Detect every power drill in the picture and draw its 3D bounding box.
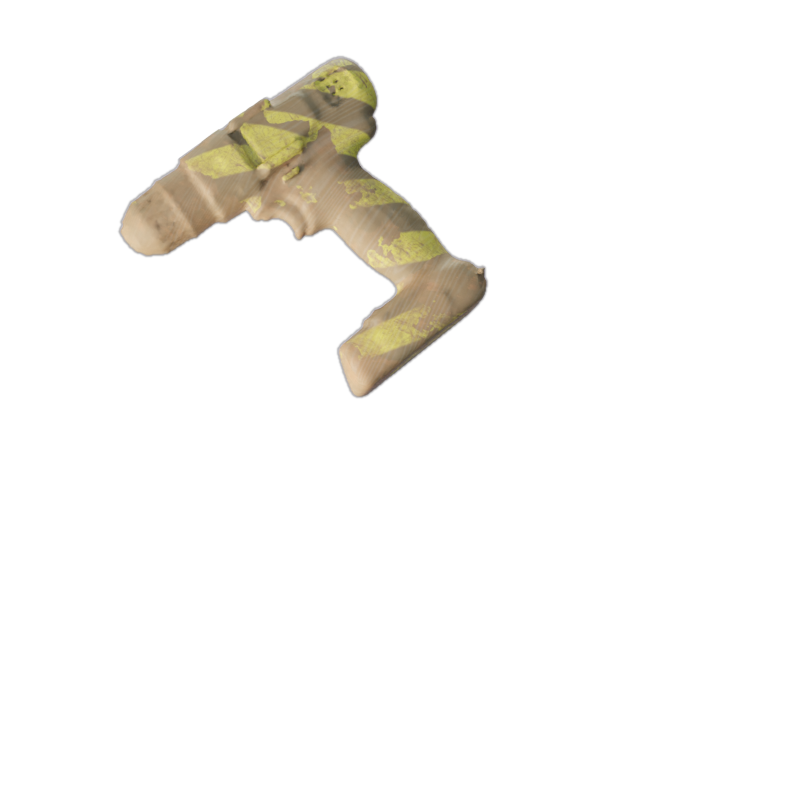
[{"bbox_3d":[-0.053,-0.097,0.682,0.185,0.193,0.056,-37,-9,-7],"label":"power drill"}]
